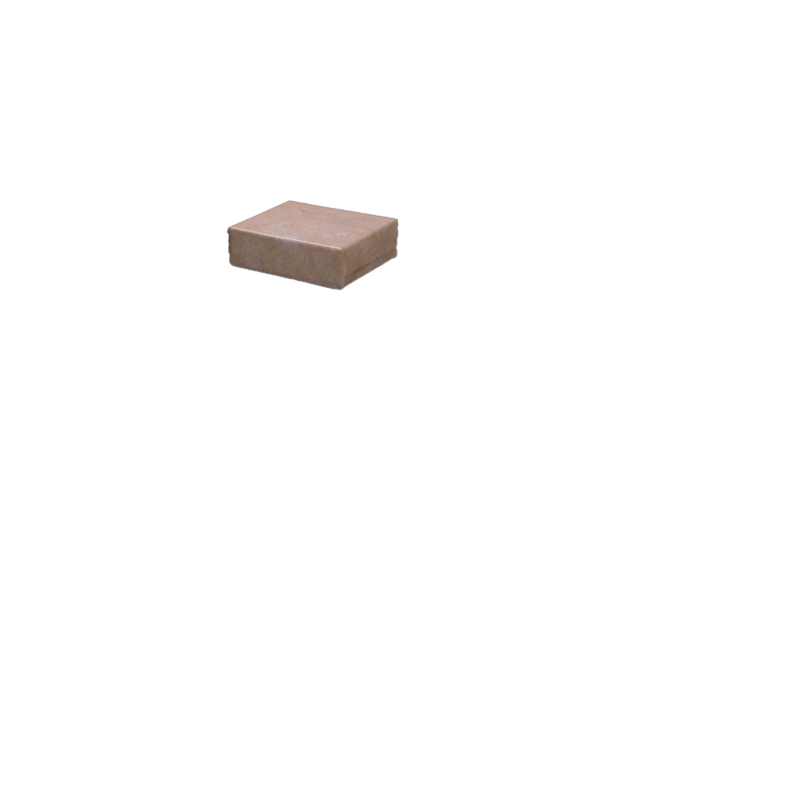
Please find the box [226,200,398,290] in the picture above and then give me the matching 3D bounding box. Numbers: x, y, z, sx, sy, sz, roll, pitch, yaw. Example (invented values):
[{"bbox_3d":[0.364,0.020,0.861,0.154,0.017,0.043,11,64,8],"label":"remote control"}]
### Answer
[{"bbox_3d":[-0.071,-0.130,0.909,0.119,0.037,0.090,16,31,28],"label":"box"}]
